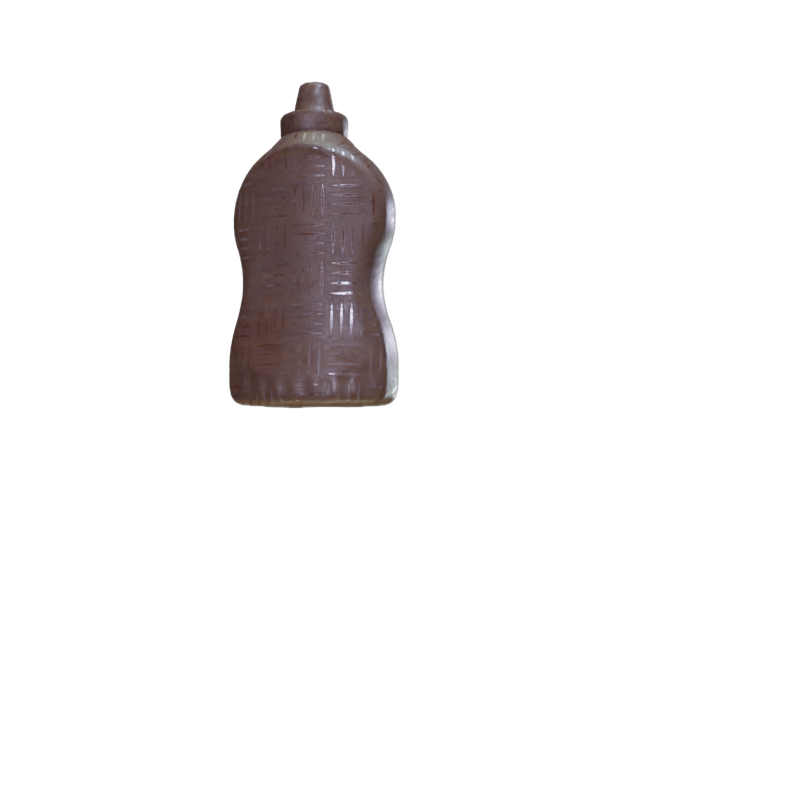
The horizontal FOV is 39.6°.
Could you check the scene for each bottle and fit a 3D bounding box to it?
[{"bbox_3d":[-0.051,-0.093,0.651,0.098,0.196,0.056,-4,-10,21],"label":"bottle"}]
